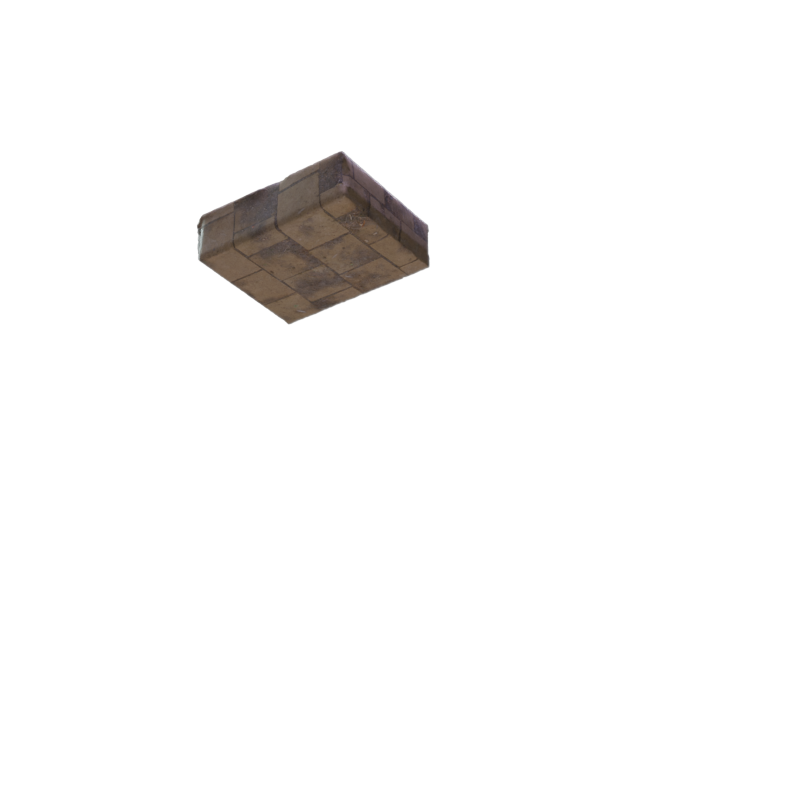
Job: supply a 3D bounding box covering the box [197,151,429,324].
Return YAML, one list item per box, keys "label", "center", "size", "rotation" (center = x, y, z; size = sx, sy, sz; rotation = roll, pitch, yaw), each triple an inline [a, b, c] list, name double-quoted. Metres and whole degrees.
- label: "box"
  center: [-0.042, -0.076, 0.536]
  size: [0.090, 0.032, 0.068]
  rotation: [-19, -34, 30]
